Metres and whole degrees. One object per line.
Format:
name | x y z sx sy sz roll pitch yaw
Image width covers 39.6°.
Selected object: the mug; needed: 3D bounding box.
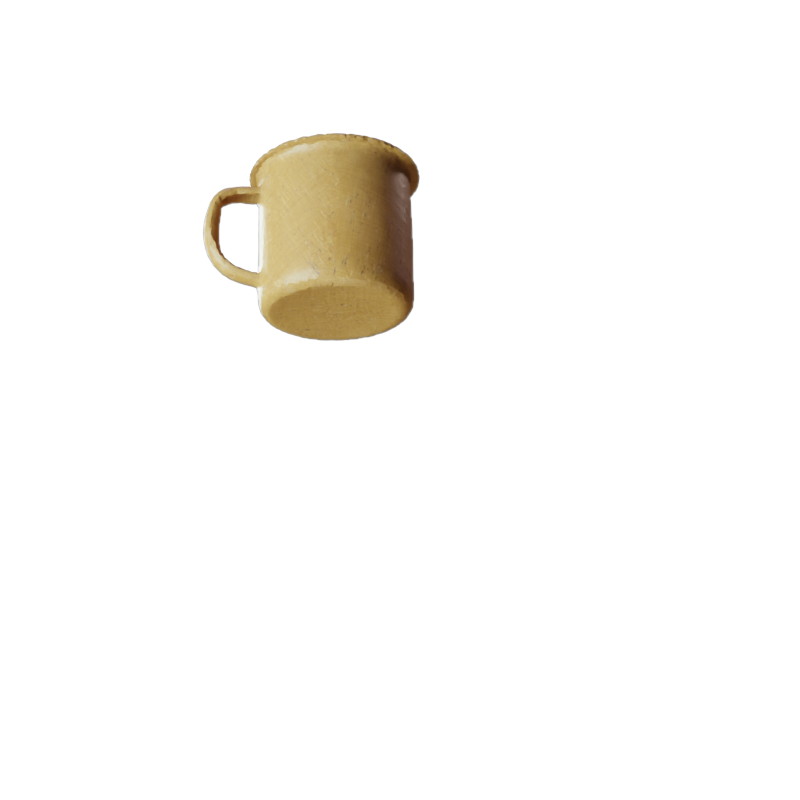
mug | -0.046 -0.084 0.587 0.115 0.086 0.090 5 -24 -14
